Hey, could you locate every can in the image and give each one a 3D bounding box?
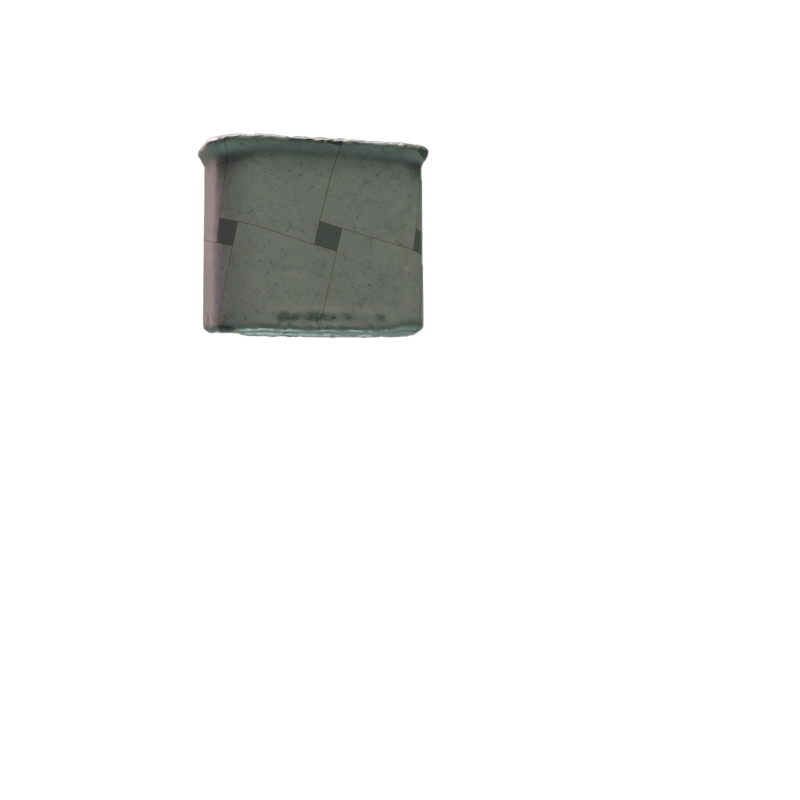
[{"bbox_3d":[-0.039,-0.071,0.498,0.099,0.085,0.058,1,-5,-18],"label":"can"}]
